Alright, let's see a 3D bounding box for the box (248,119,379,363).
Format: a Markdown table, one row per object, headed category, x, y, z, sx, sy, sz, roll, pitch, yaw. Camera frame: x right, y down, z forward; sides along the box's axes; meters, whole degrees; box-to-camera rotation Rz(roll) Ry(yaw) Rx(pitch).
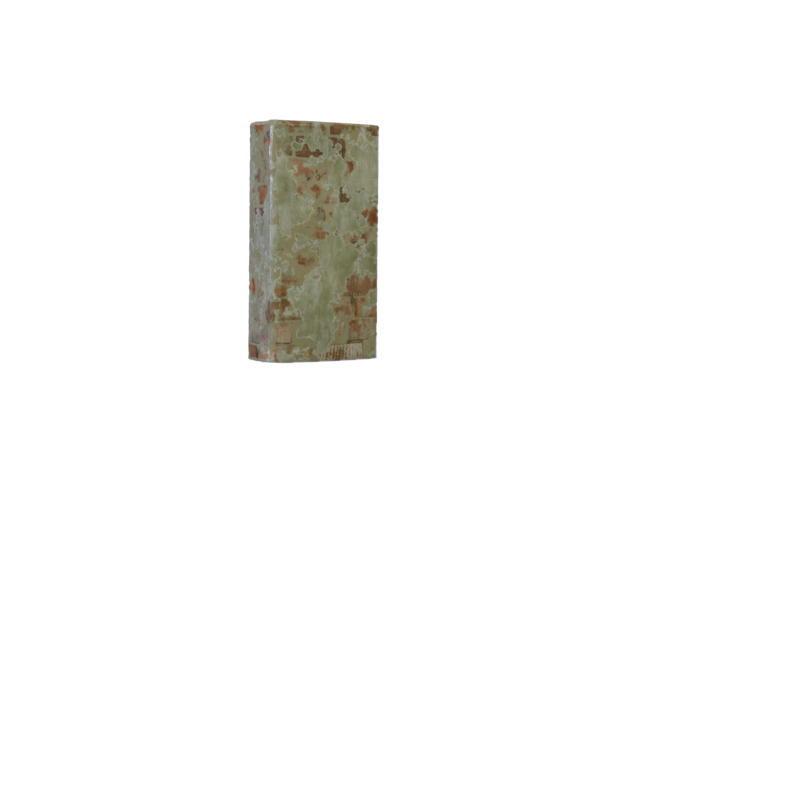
| category | x | y | z | sx | sy | sz | roll | pitch | yaw |
| --- | --- | --- | --- | --- | --- | --- | --- | --- | --- |
| box | -0.064 | -0.118 | 0.824 | 0.090 | 0.176 | 0.050 | -1 | 0 | -32 |
